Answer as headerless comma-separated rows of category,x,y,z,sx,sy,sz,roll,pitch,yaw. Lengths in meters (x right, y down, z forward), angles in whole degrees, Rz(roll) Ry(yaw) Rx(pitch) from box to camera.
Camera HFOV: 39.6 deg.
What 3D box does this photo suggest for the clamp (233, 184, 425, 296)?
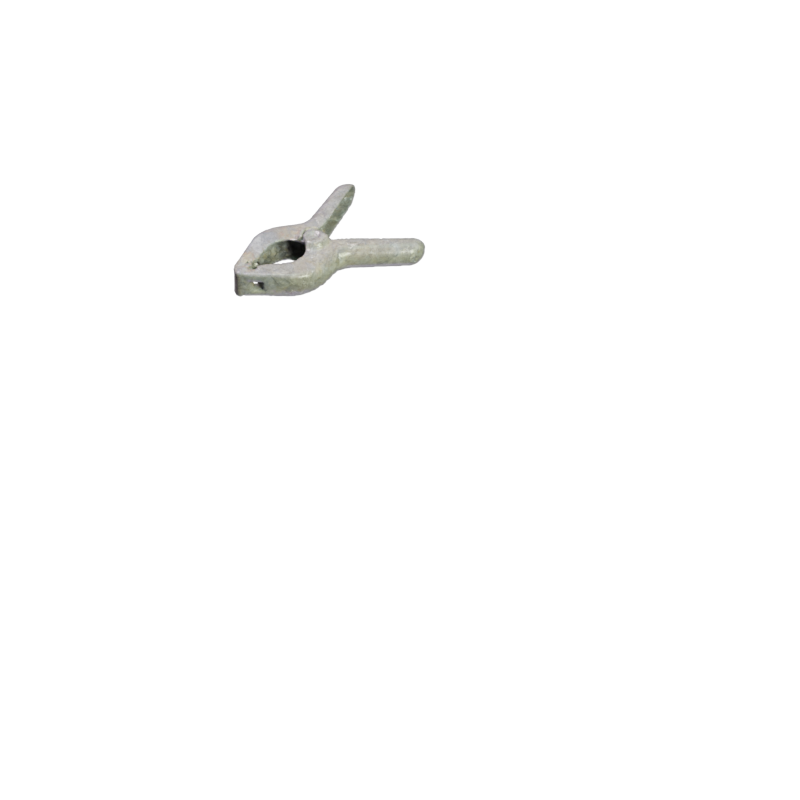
clamp,-0.078,-0.142,0.995,0.169,0.037,0.130,-17,41,-22
